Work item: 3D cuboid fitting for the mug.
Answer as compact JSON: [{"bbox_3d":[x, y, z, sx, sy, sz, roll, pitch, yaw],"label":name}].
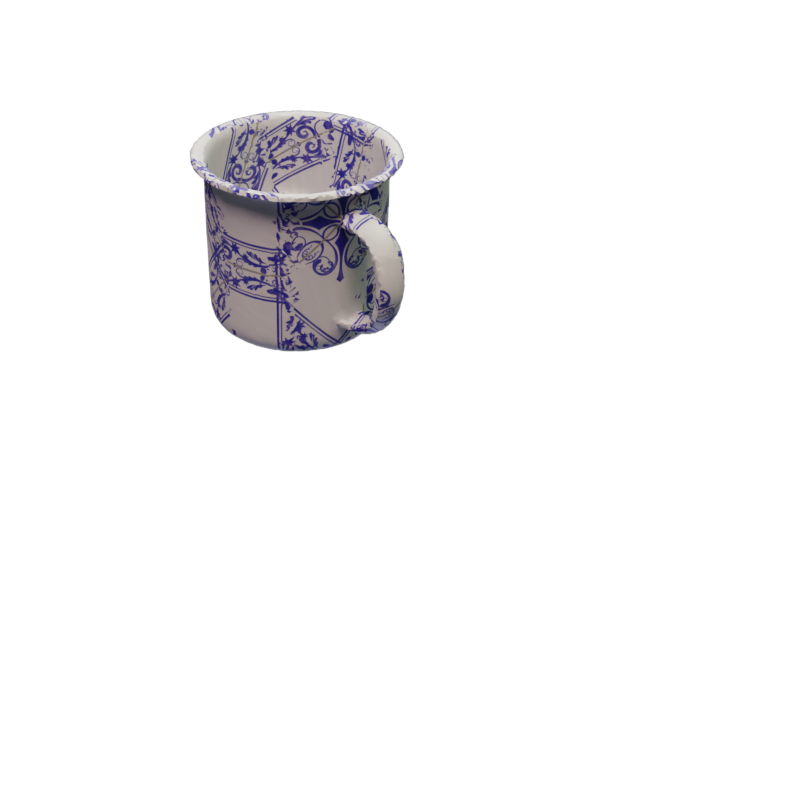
[{"bbox_3d":[-0.039,-0.070,0.493,0.092,0.077,0.126,-24,41,-33],"label":"mug"}]
